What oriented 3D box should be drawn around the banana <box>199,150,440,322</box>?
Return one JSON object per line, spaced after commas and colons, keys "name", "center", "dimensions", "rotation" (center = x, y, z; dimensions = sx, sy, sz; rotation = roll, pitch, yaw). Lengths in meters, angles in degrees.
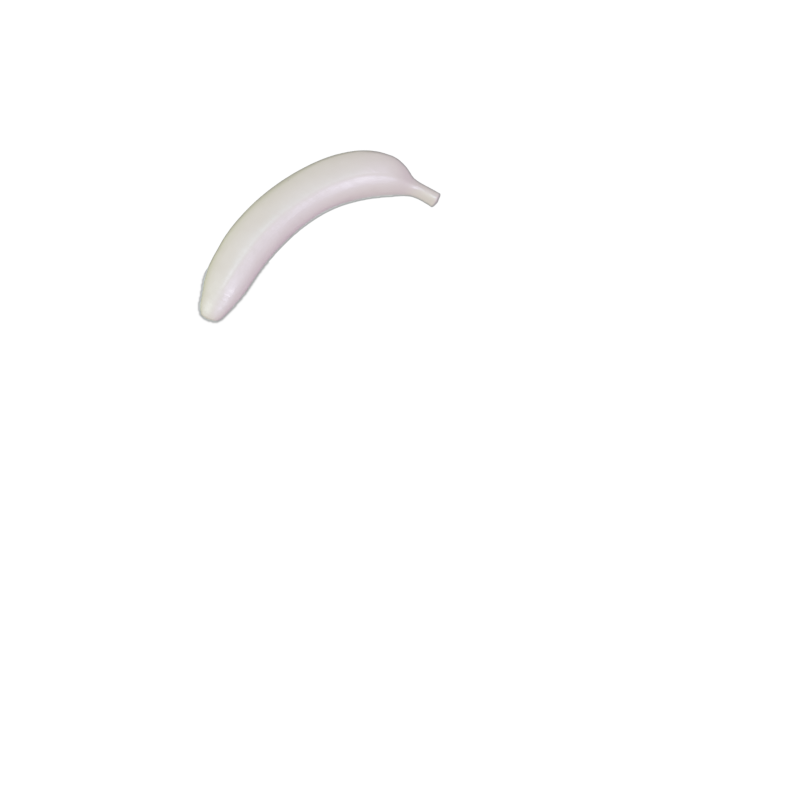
{"name": "banana", "center": [-0.069, -0.130, 0.798], "dimensions": [0.198, 0.073, 0.035], "rotation": [-30, -19, -12]}
